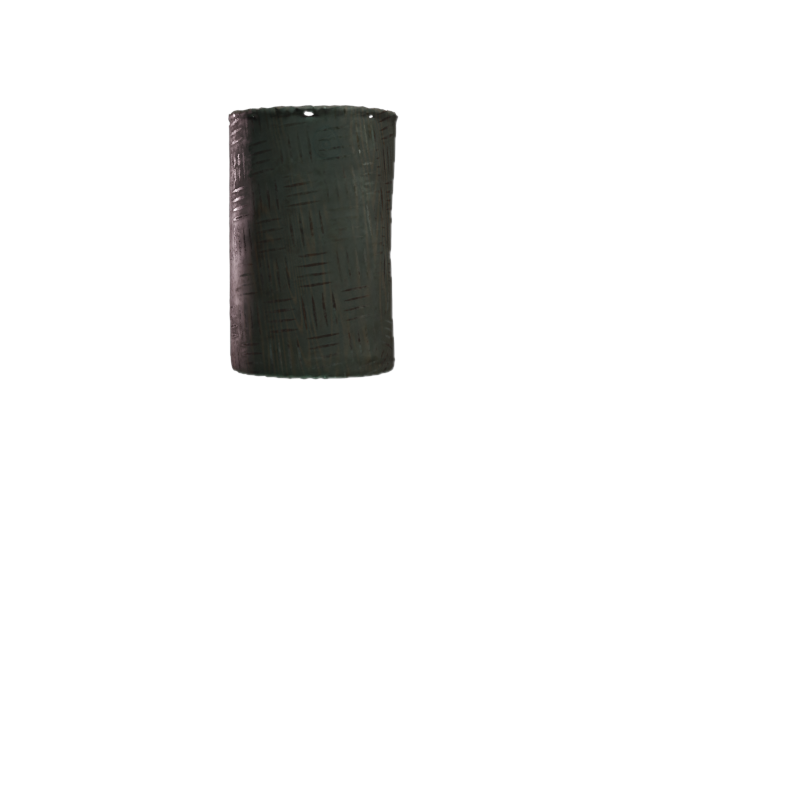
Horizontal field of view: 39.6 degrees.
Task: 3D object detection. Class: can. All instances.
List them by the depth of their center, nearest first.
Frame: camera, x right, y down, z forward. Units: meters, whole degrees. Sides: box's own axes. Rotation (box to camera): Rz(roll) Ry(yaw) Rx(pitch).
[{"bbox_3d":[-0.035,-0.063,0.444,0.068,0.102,0.069,0,3,-2],"label":"can"}]
